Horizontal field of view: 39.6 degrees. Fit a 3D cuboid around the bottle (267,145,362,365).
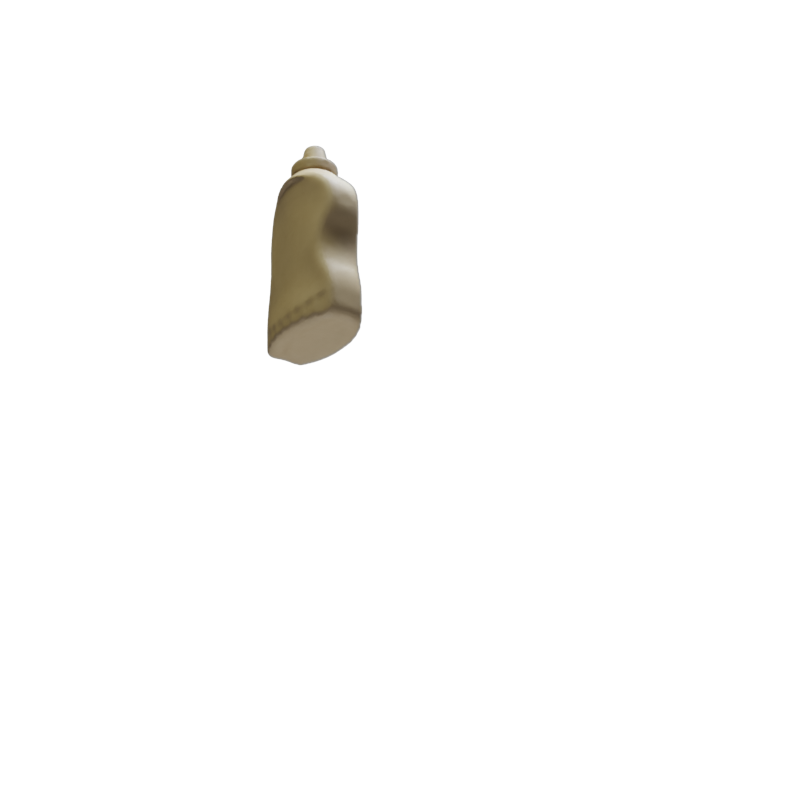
[{"bbox_3d":[-0.072,-0.133,0.930,0.056,0.204,0.095,17,-35,-30],"label":"bottle"}]
